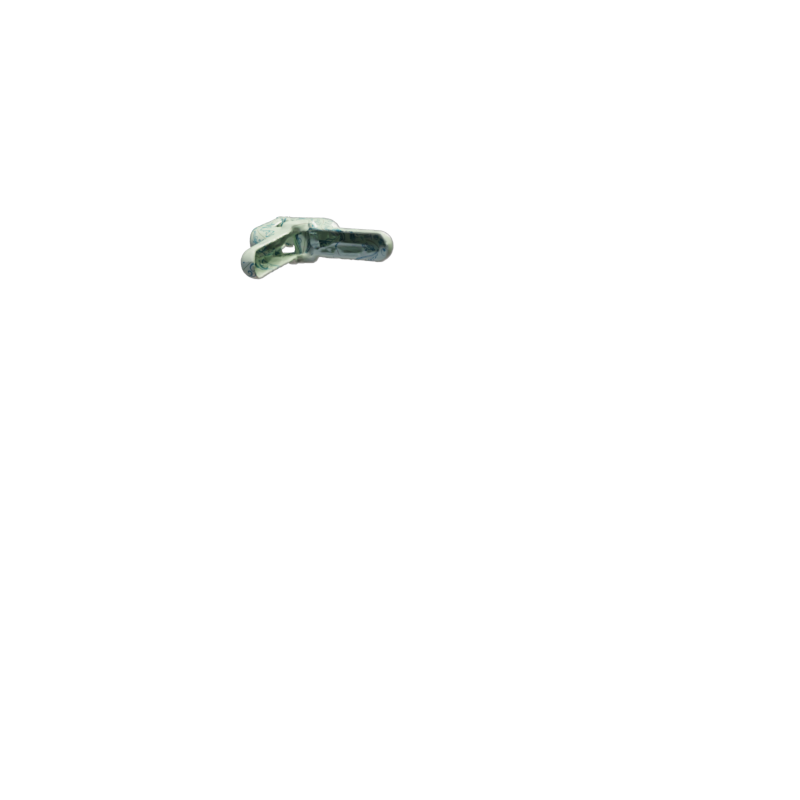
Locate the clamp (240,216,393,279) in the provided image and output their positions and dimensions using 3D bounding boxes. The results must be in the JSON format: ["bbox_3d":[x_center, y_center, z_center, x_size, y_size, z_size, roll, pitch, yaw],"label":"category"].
[{"bbox_3d":[-0.073,-0.133,0.929,0.119,0.038,0.179,-2,18,-6],"label":"clamp"}]
